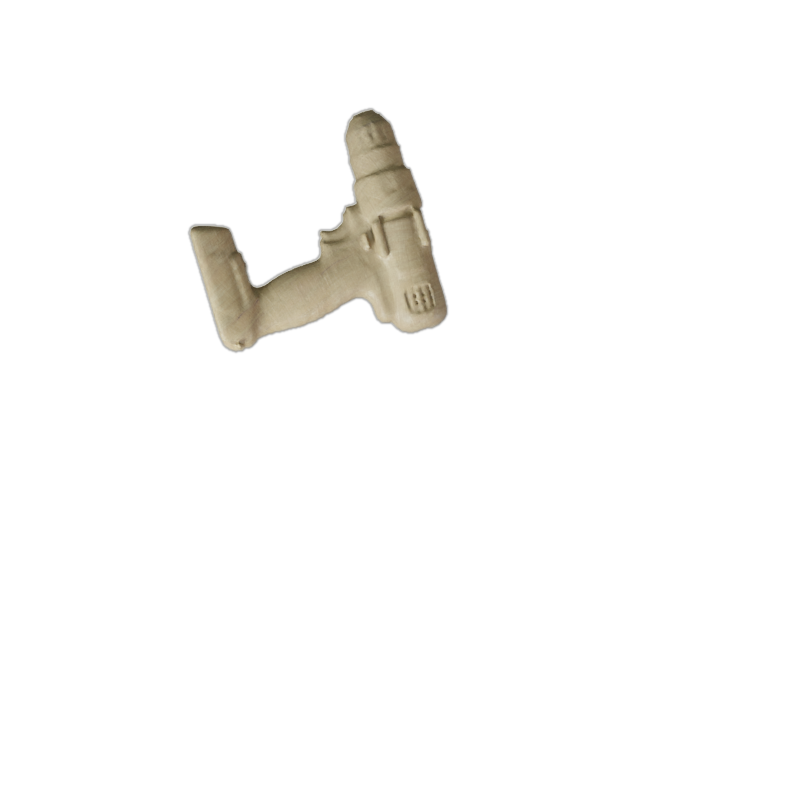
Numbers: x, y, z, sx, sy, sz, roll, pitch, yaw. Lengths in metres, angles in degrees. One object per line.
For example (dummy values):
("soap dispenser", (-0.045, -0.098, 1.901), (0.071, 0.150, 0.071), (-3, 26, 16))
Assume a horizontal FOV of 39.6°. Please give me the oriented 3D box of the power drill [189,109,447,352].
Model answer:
("power drill", (-0.070, -0.127, 0.890), (0.187, 0.189, 0.056), (-16, -8, -3))
